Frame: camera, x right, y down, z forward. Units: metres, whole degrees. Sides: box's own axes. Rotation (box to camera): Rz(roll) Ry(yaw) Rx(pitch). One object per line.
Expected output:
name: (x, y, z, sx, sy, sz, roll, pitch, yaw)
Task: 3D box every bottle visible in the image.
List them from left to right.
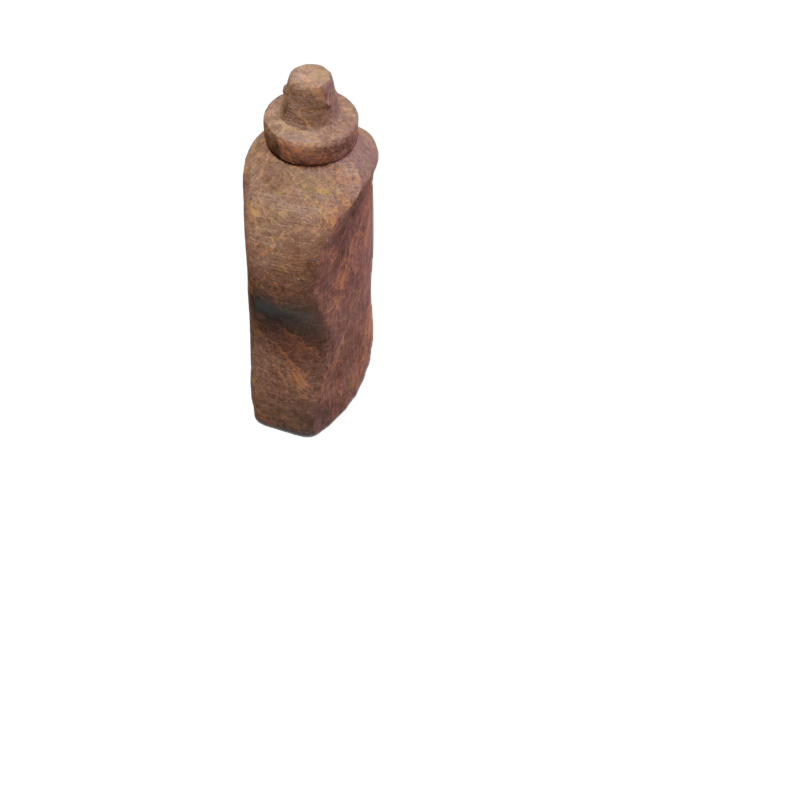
bottle: (-0.042, -0.075, 0.525, 0.060, 0.100, 0.179, 16, -41, 10)
